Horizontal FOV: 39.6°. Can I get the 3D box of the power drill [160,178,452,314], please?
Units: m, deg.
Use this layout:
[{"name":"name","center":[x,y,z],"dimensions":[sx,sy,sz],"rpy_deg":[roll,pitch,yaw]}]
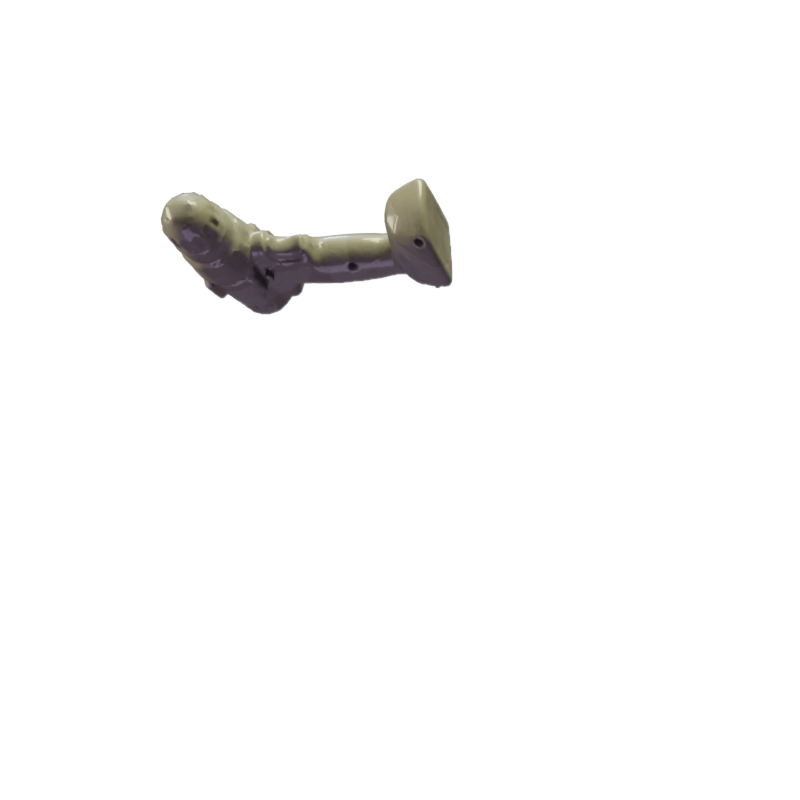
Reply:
[{"name":"power drill","center":[-0.064,-0.117,0.820],"dimensions":[0.191,0.060,0.174],"rpy_deg":[-4,-14,16]}]
